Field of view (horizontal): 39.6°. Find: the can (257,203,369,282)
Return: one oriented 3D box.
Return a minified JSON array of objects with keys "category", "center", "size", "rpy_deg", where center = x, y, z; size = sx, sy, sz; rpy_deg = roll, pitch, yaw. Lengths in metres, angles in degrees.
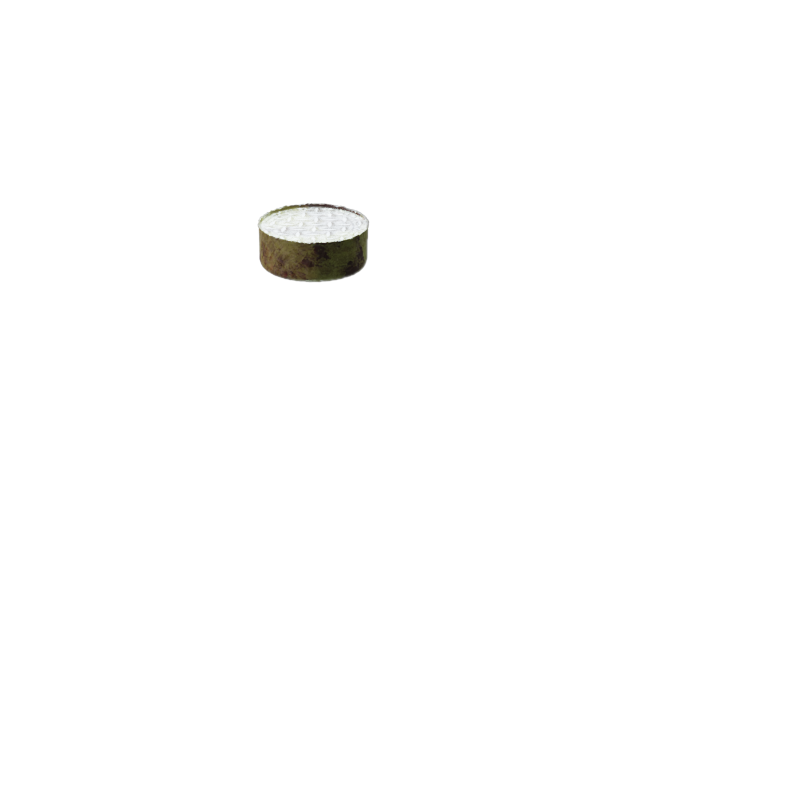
[{"category":"can","center":[-0.067,-0.123,0.859],"size":[0.086,0.032,0.091],"rpy_deg":[-1,28,-2]}]
